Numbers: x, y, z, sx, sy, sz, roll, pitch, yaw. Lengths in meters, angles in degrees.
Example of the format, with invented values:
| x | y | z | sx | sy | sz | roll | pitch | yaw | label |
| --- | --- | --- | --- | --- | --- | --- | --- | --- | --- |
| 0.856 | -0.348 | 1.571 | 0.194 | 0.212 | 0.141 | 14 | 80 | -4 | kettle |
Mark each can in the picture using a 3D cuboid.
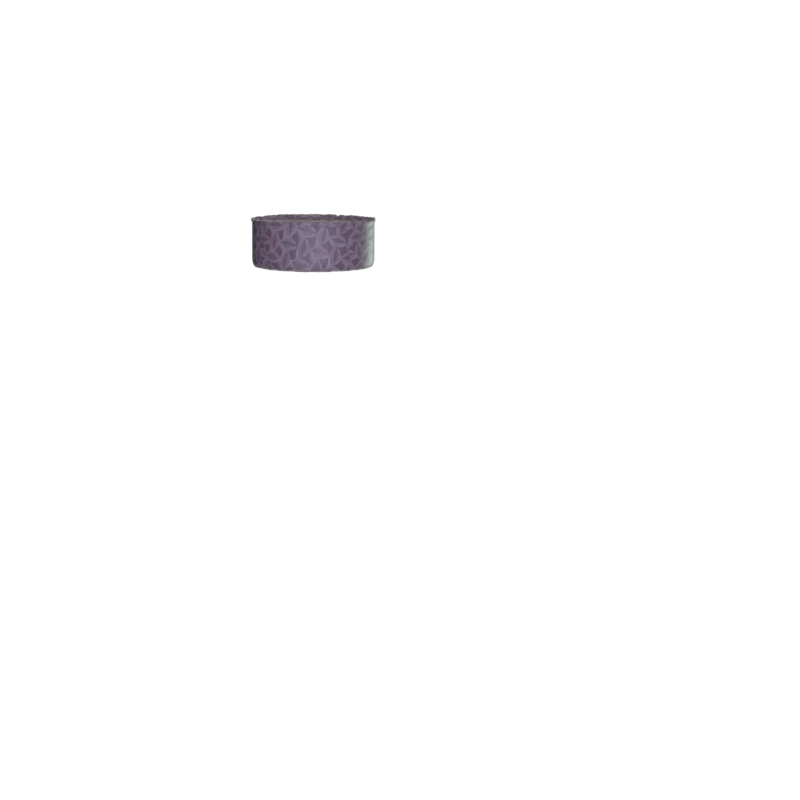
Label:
| x | y | z | sx | sy | sz | roll | pitch | yaw | label |
| --- | --- | --- | --- | --- | --- | --- | --- | --- | --- |
| -0.060 | -0.109 | 0.762 | 0.086 | 0.033 | 0.088 | 0 | 12 | -2 | can |
